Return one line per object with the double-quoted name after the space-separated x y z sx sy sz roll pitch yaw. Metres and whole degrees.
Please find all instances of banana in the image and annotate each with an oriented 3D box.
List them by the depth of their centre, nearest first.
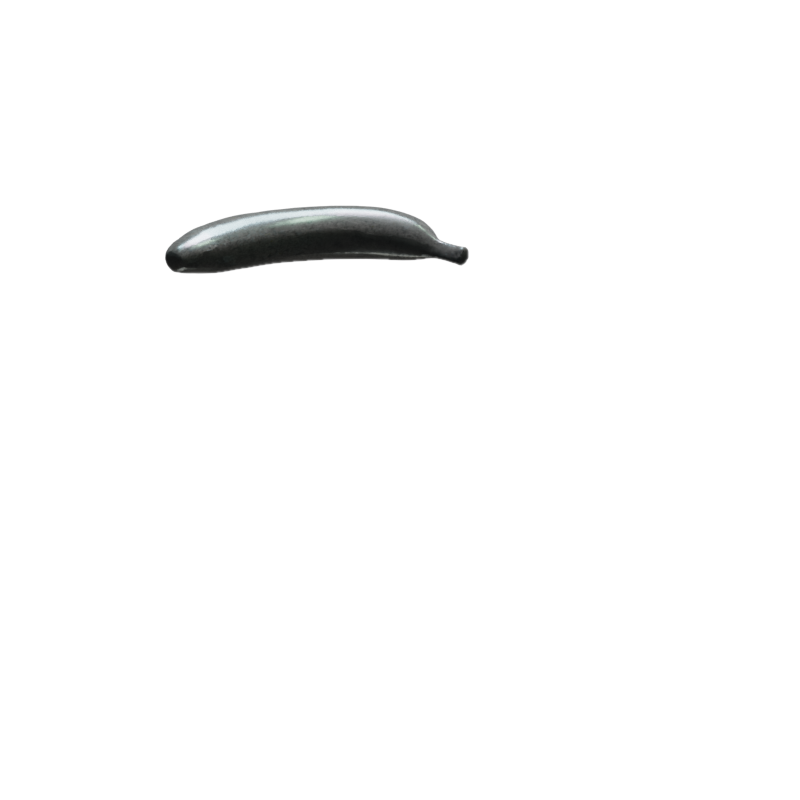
-0.058 -0.104 0.712 0.193 0.036 0.073 -6 15 -20 "banana"
